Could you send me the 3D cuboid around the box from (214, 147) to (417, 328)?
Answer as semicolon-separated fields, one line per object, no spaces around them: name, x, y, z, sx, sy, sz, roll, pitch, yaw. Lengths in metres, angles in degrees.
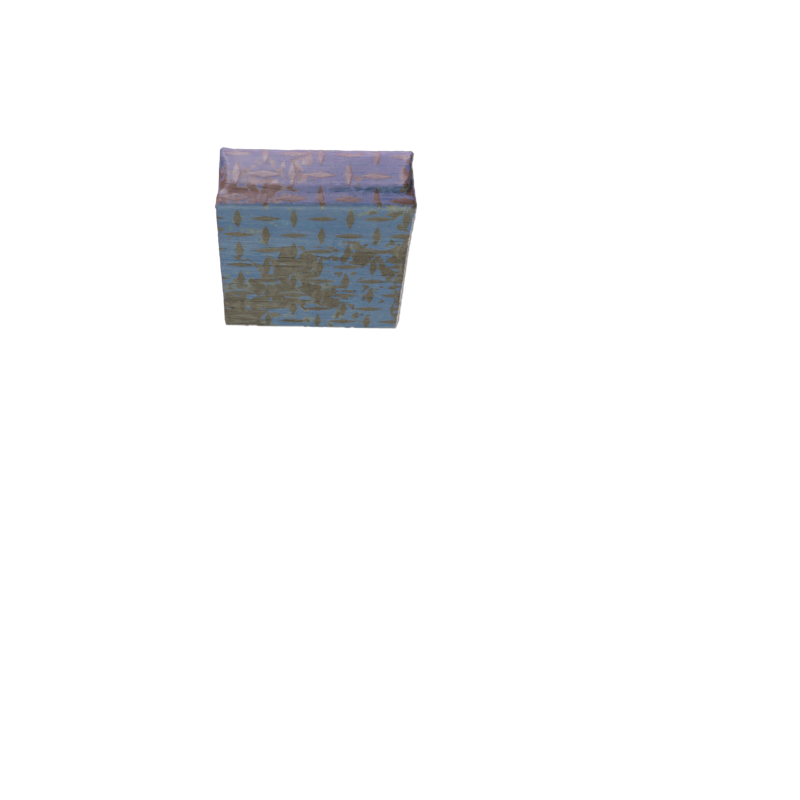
box;-0.034;-0.062;0.437;0.073;0.032;0.084;1;-30;-3
